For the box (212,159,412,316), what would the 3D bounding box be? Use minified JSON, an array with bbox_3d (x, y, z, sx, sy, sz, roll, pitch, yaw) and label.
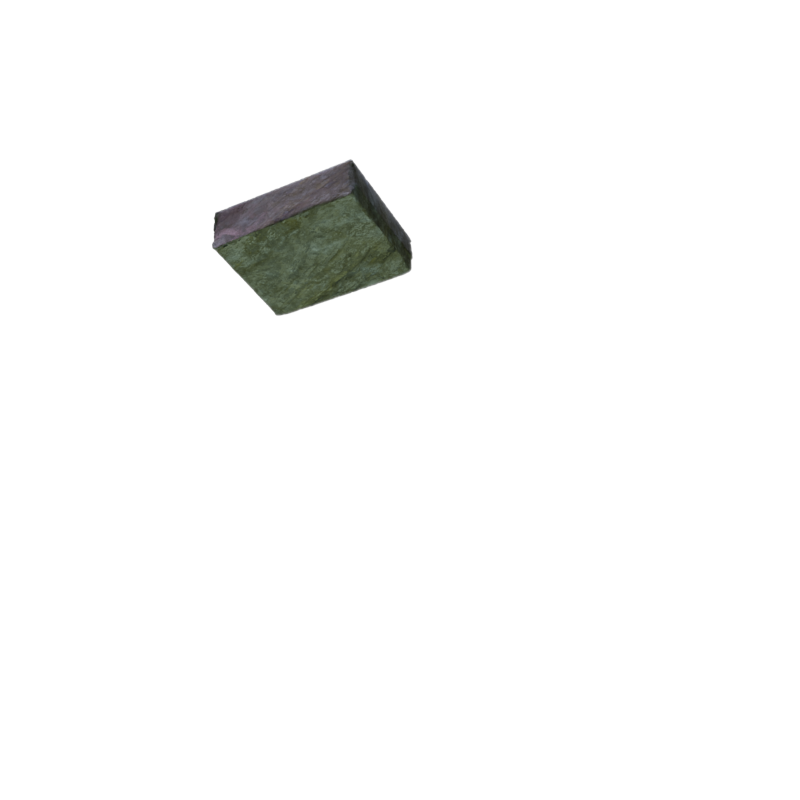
[{"bbox_3d":[-0.060,-0.110,0.773,0.114,0.042,0.083,-19,-43,21],"label":"box"}]
